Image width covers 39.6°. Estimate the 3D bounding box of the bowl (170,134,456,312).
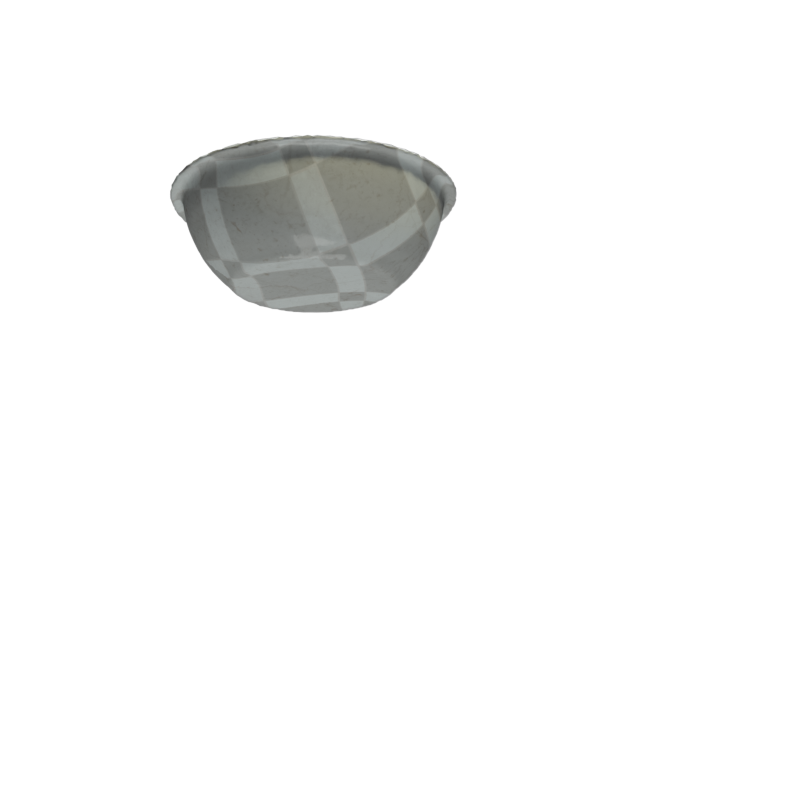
[{"bbox_3d":[-0.048,-0.088,0.619,0.162,0.057,0.155,0,-15,-2],"label":"bowl"}]
